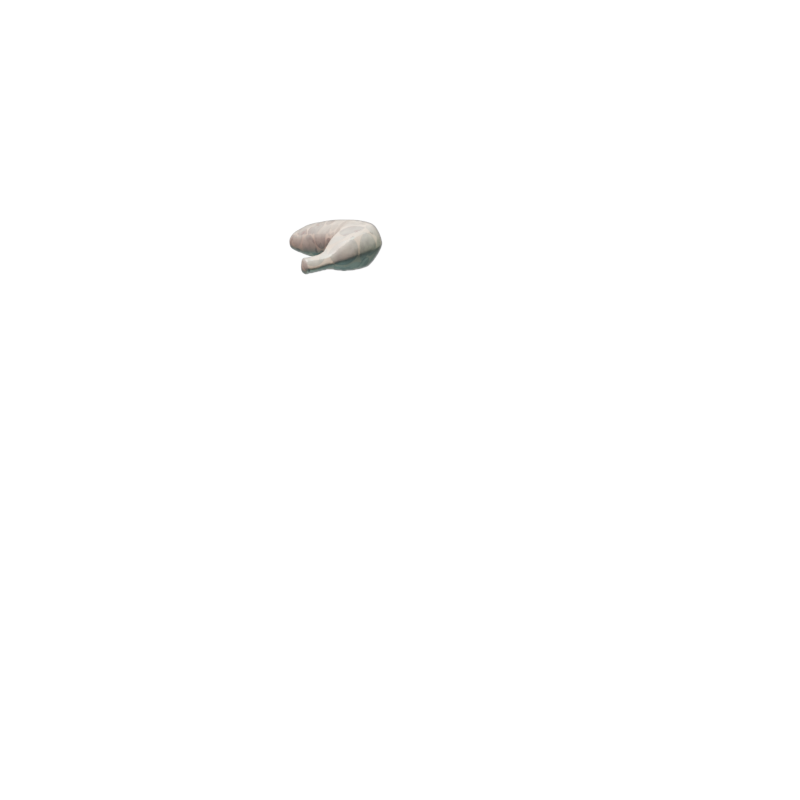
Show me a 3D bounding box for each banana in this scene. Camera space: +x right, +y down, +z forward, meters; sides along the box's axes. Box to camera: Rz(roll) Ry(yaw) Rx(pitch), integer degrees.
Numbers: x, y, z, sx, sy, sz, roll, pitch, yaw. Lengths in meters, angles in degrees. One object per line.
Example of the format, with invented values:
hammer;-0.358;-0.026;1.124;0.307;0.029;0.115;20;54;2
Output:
banana;-0.053;-0.130;0.911;0.069;0.036;0.203;-1;11;-7
